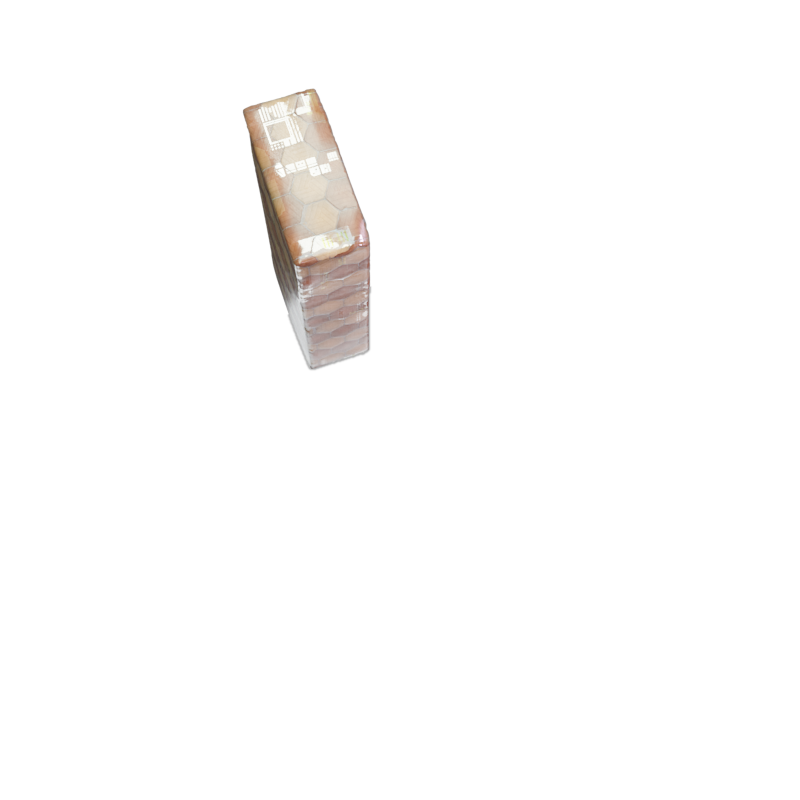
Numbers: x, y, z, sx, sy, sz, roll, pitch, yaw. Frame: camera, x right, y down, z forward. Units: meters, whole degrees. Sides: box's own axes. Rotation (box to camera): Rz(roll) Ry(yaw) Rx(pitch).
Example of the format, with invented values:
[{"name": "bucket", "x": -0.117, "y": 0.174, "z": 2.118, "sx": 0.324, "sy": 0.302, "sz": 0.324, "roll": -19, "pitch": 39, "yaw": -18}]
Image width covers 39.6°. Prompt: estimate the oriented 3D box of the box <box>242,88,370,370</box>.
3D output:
[{"name": "box", "x": -0.048, "y": -0.089, "z": 0.621, "sx": 0.048, "sy": 0.098, "sz": 0.169, "roll": -17, "pitch": -16, "yaw": -9}]
